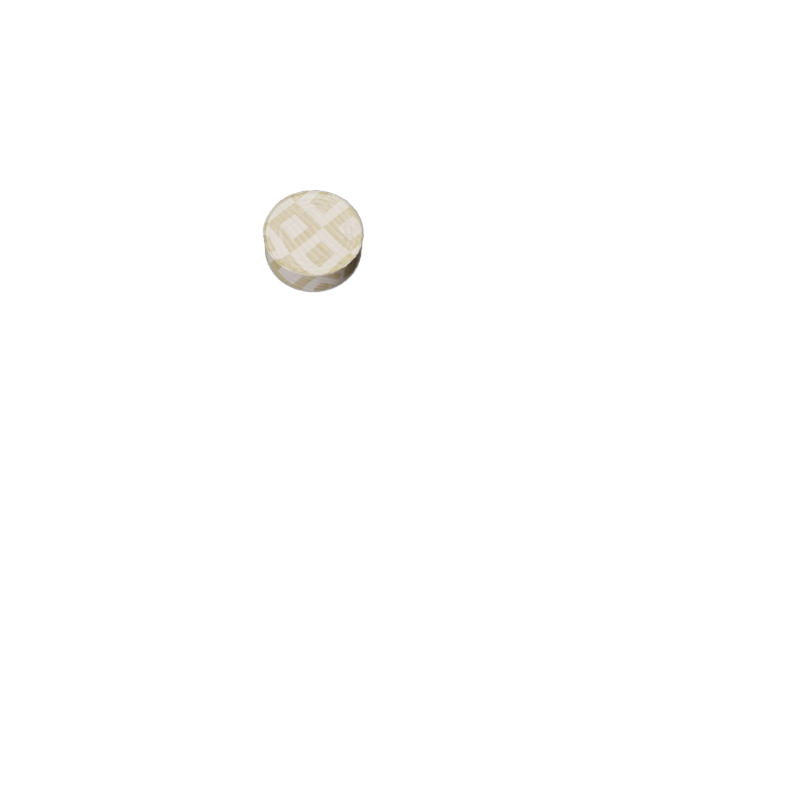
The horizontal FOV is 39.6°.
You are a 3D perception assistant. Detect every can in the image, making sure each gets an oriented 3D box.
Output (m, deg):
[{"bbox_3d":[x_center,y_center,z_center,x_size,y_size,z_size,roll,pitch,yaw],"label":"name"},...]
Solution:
[{"bbox_3d":[-0.075,-0.136,0.955,0.086,0.091,0.032,-1,-29,-1],"label":"can"}]
